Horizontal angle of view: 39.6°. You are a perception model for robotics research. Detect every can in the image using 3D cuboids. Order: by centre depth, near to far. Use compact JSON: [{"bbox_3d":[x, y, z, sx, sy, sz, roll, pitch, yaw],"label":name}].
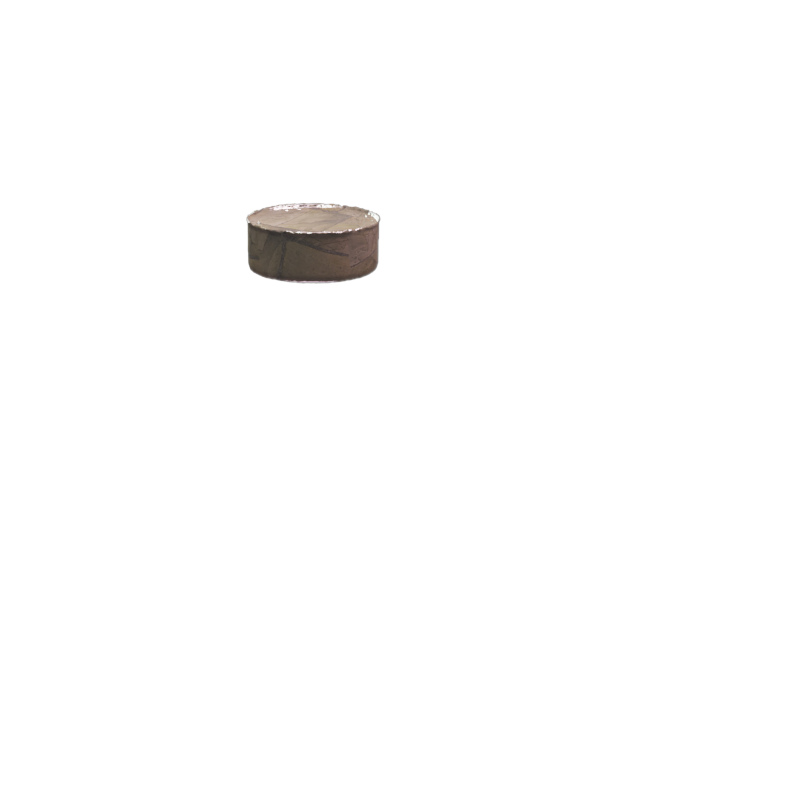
[{"bbox_3d":[-0.056,-0.102,0.712,0.086,0.032,0.090,-1,20,-2],"label":"can"}]
